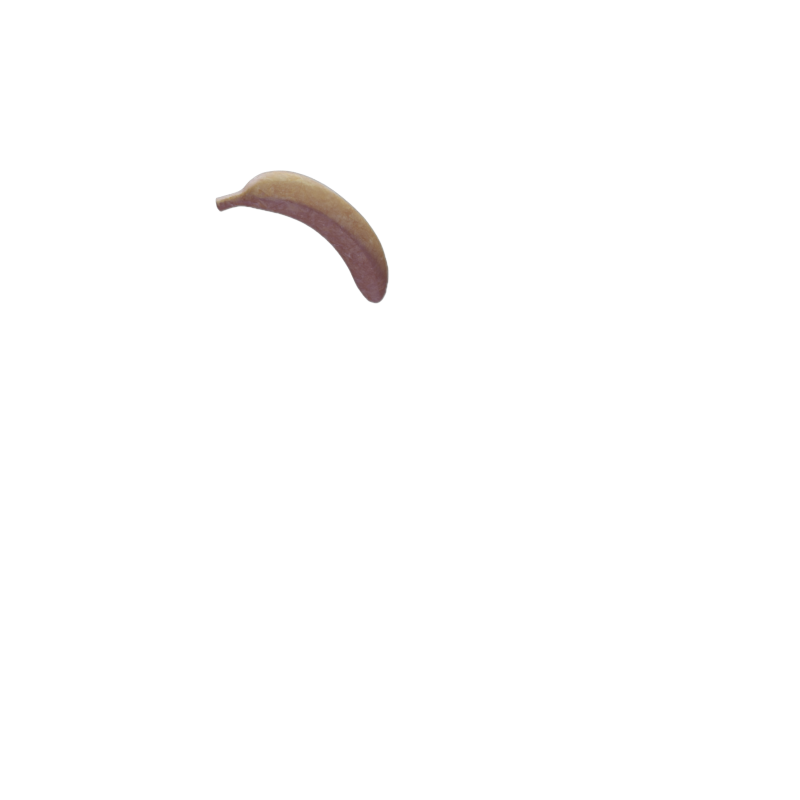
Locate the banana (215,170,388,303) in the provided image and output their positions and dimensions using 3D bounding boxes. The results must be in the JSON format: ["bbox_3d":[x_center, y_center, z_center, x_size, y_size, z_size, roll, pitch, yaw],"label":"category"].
[{"bbox_3d":[-0.066,-0.149,0.966,0.185,0.039,0.069,31,-48,-33],"label":"banana"}]
